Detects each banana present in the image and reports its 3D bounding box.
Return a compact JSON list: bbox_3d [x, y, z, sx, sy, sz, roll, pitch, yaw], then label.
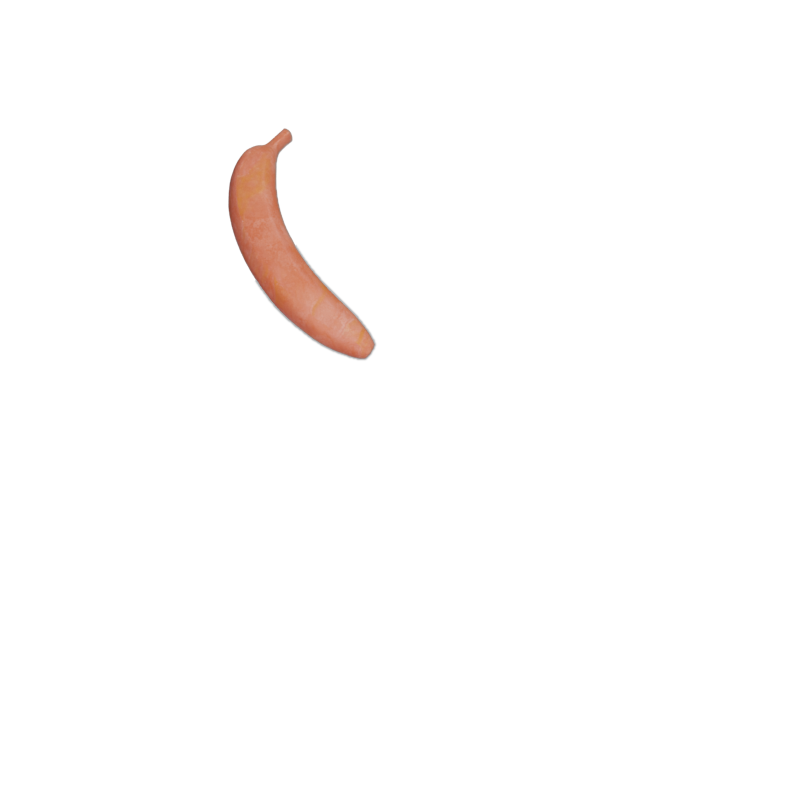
[{"bbox_3d":[-0.082,-0.114,0.811,0.069,0.209,0.035,-18,-21,-8],"label":"banana"}]
